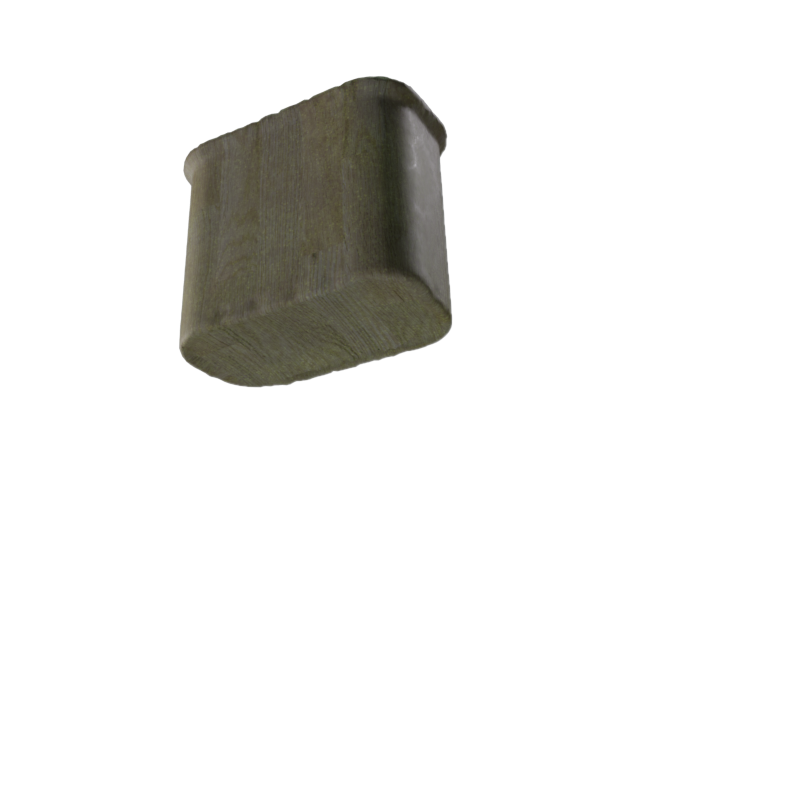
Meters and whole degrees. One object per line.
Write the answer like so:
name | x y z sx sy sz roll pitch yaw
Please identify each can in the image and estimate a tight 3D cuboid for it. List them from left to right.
can | -0.032 -0.058 0.407 0.103 0.089 0.053 -17 -34 25
